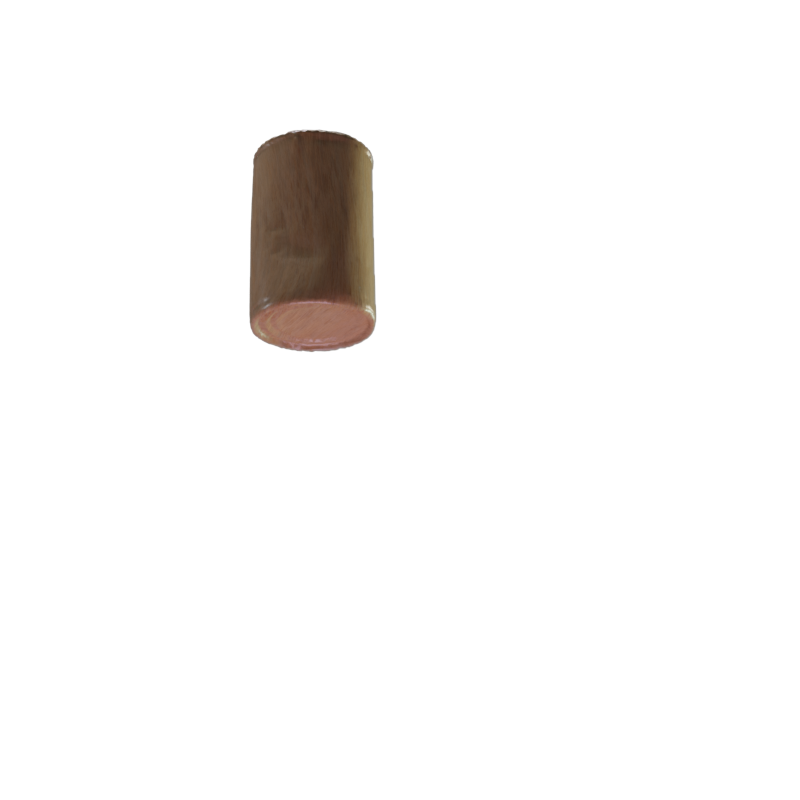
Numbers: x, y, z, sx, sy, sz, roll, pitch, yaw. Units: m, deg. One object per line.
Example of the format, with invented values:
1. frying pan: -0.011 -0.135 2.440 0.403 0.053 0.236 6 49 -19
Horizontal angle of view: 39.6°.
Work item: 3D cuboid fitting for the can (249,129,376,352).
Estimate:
1. can: -0.047 -0.085 0.598 0.068 0.108 0.065 0 -25 -2
